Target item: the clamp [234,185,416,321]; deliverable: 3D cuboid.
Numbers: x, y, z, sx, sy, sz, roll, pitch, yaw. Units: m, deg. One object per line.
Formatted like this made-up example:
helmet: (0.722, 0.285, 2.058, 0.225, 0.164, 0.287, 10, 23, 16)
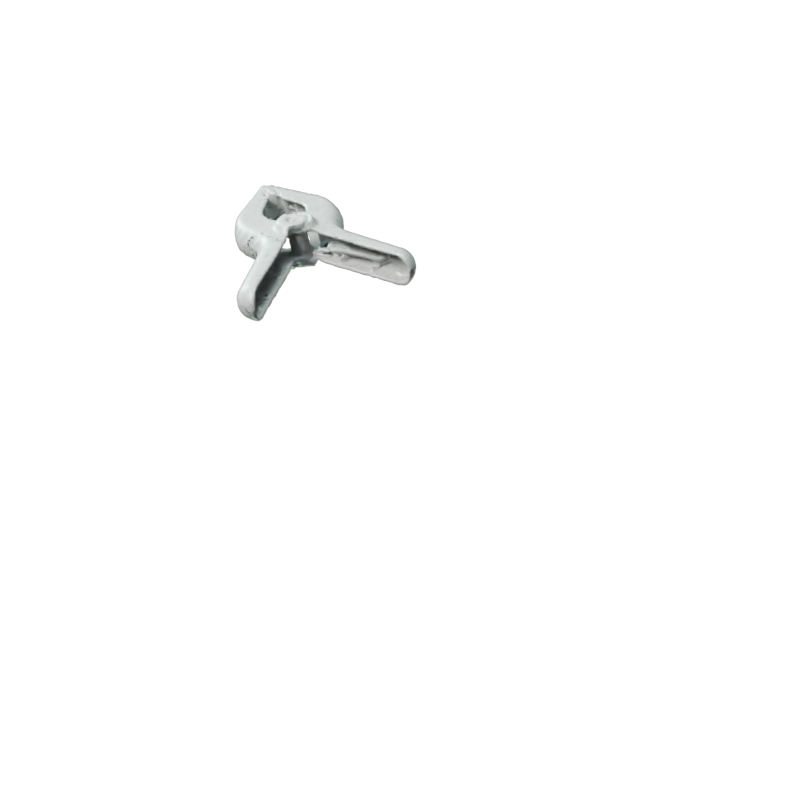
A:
clamp: (-0.061, -0.112, 0.782, 0.119, 0.037, 0.184, -6, 34, -9)
